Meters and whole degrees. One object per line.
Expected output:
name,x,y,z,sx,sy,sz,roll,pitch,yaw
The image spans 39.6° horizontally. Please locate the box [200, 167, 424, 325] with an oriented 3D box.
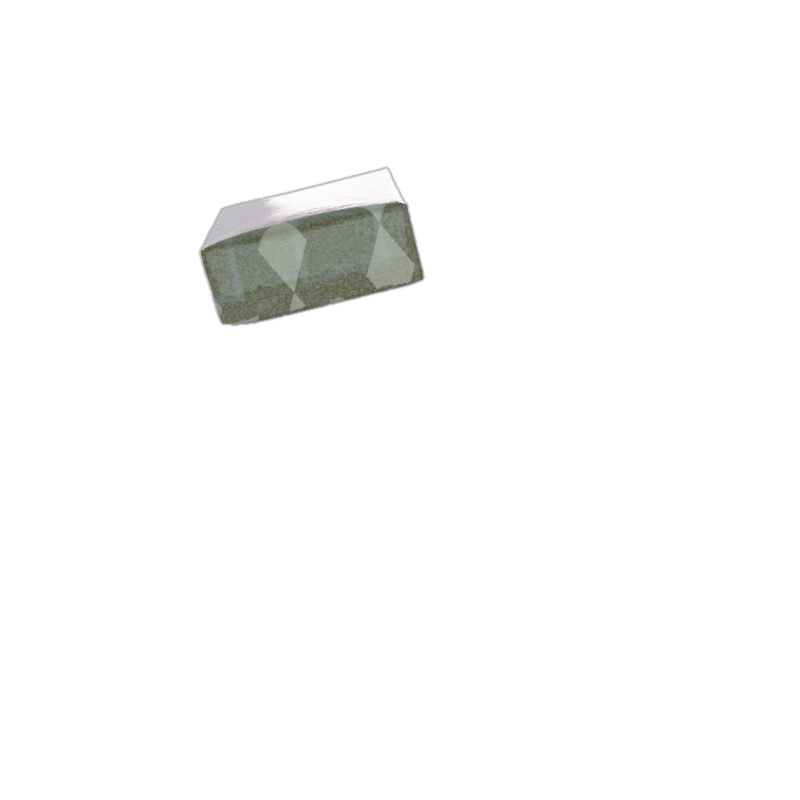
box,-0.074,-0.135,0.945,0.164,0.069,0.221,-13,18,1
